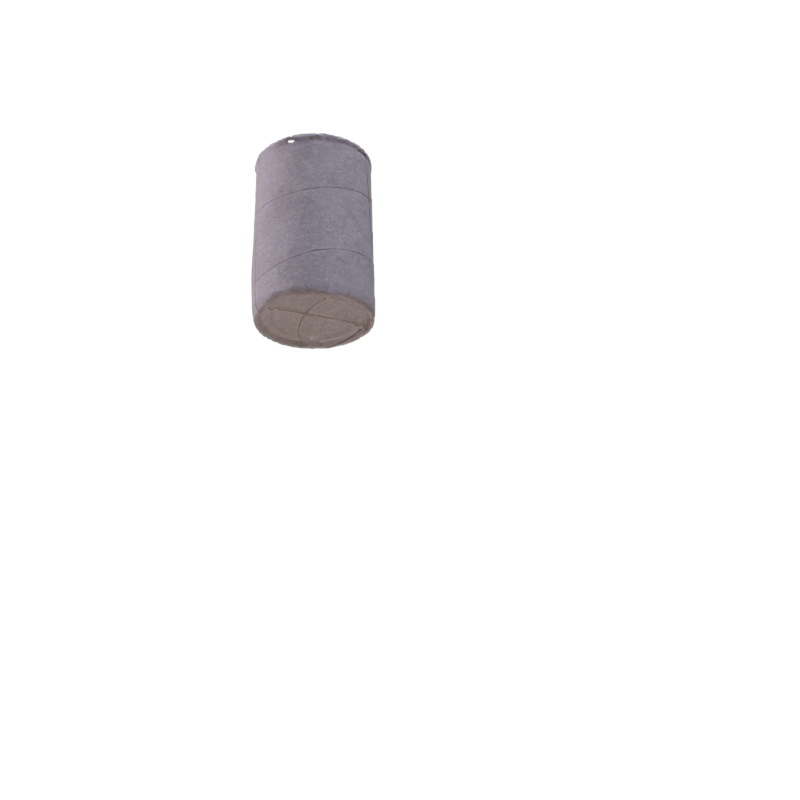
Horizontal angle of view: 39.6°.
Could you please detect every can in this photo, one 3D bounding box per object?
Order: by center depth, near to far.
[{"bbox_3d":[-0.048,-0.088,0.619,0.068,0.109,0.064,0,-28,-2],"label":"can"}]
